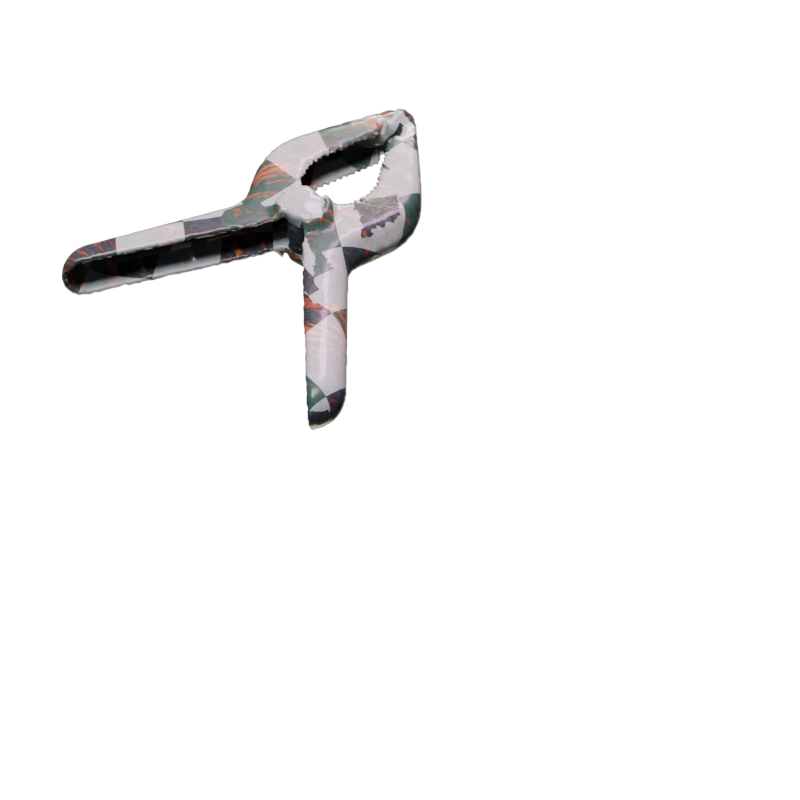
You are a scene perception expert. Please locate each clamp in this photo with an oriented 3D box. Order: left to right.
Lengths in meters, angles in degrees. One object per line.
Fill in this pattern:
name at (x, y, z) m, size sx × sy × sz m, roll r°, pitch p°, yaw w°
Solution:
clamp at (-0.045, -0.082, 0.575) m, size 0.174 × 0.034 × 0.213 m, roll 32°, pitch 56°, yaw 25°
